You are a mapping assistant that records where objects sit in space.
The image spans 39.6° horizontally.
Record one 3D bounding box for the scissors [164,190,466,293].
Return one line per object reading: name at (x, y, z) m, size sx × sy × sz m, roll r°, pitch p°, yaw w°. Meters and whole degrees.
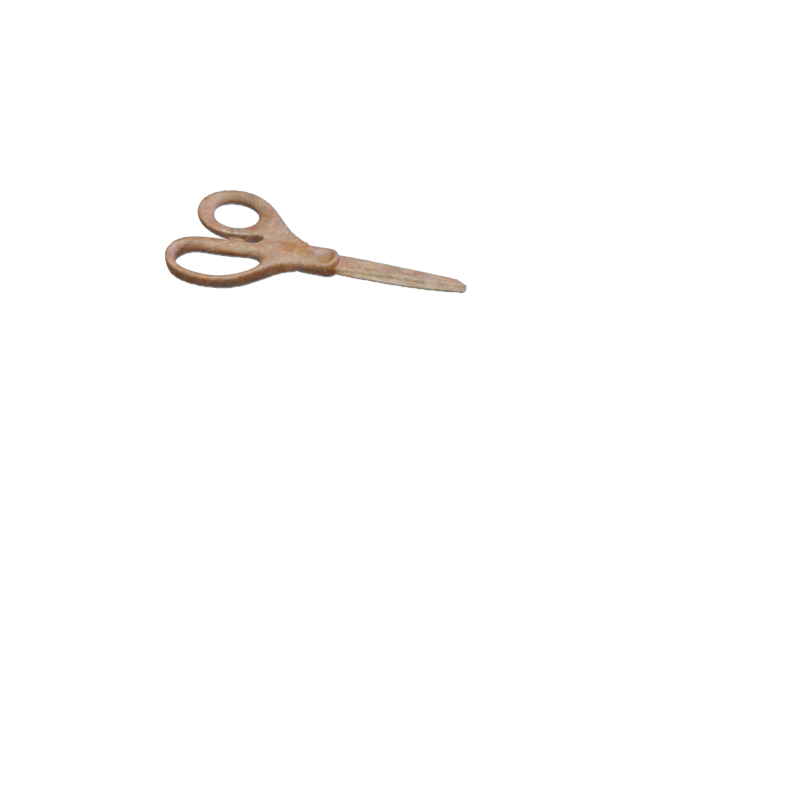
scissors at (-0.060, -0.109, 0.765) m, size 0.201 × 0.103 × 0.015 m, roll -1°, pitch -40°, yaw -1°
